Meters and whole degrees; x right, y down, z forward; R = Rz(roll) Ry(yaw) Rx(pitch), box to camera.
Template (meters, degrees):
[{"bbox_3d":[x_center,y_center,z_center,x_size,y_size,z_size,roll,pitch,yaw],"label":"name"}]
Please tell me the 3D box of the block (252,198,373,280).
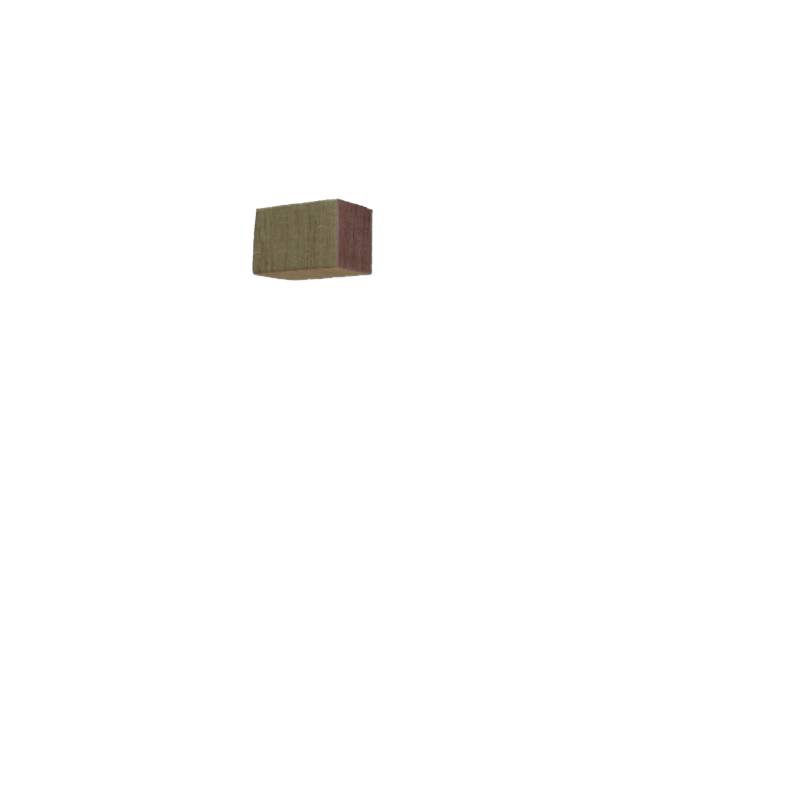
[{"bbox_3d":[-0.066,-0.120,0.841,0.080,0.052,0.050,-2,-5,31],"label":"block"}]
